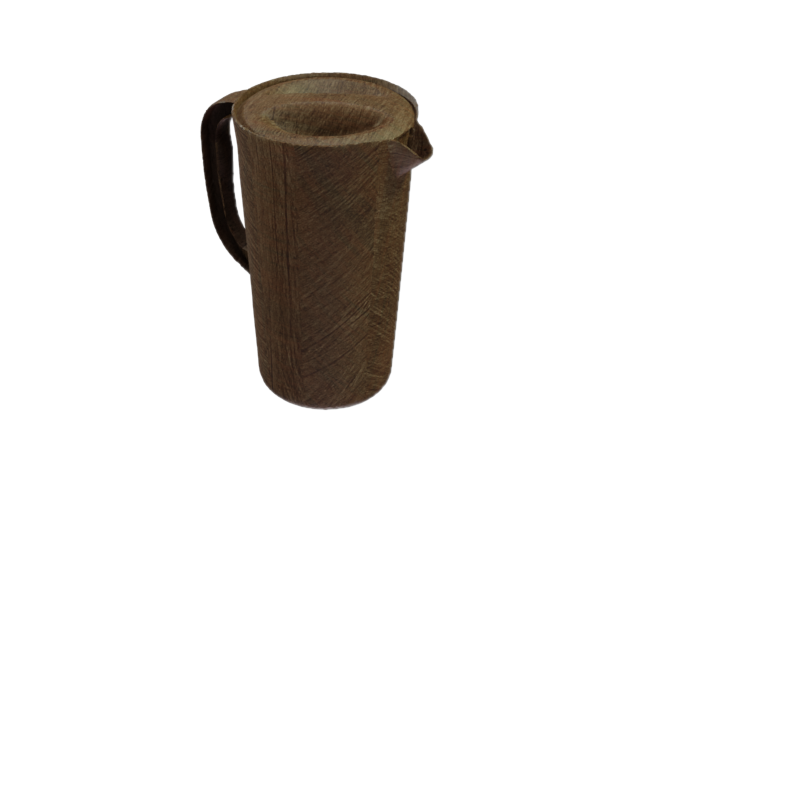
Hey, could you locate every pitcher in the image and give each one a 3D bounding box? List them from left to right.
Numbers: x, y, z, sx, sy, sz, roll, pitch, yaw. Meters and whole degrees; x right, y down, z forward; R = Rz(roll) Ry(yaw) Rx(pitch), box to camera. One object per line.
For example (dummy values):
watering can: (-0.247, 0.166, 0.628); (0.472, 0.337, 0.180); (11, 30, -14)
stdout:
pitcher: (-0.066, -0.121, 0.846); (0.143, 0.228, 0.161); (-8, 35, -15)
